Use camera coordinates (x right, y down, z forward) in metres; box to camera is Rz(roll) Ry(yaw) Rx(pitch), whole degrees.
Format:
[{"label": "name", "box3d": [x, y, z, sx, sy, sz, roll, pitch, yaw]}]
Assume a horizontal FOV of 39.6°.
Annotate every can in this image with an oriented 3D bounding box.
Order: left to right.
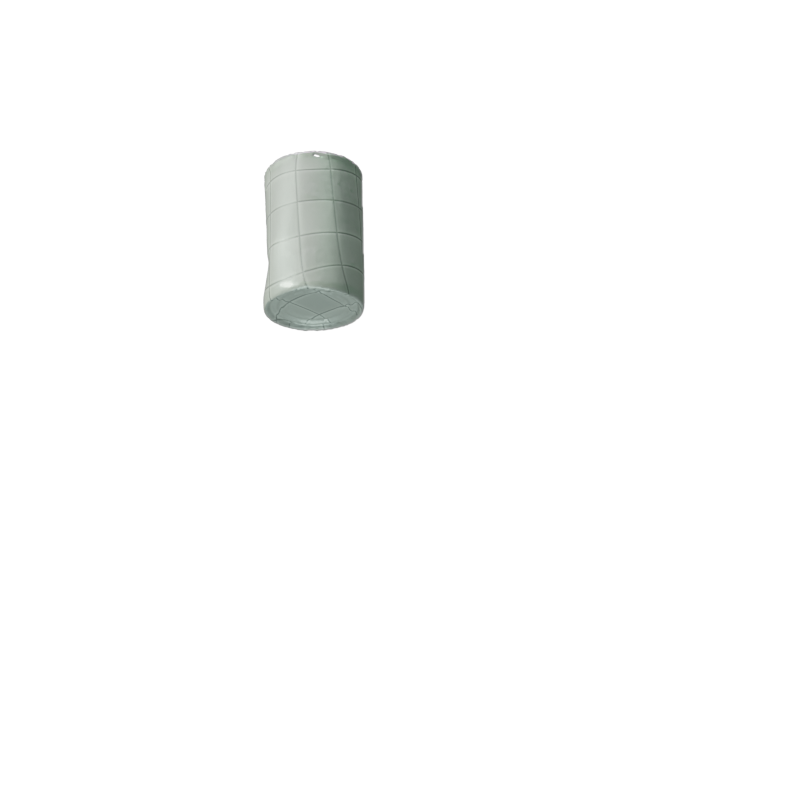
[{"label": "can", "box3d": [-0.058, -0.106, 0.740, 0.068, 0.108, 0.065, 0, -26, -2]}]
